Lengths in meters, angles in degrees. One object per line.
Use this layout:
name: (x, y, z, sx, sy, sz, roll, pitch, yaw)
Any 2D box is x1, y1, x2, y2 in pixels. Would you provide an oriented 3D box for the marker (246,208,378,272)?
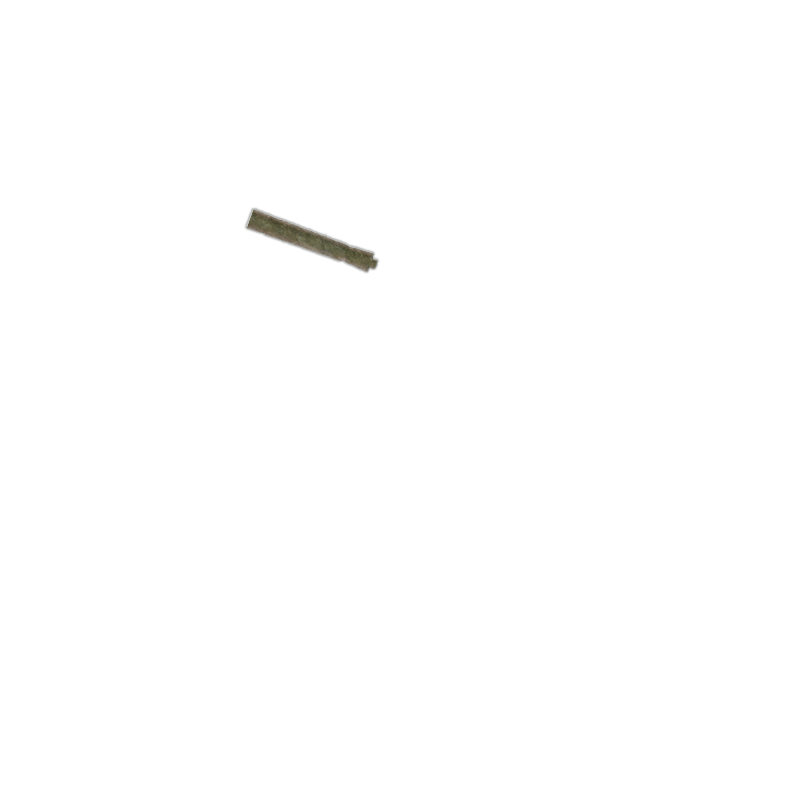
marker: (-0.077, -0.141, 0.987, 0.120, 0.020, 0.020, 20, 2, -4)
